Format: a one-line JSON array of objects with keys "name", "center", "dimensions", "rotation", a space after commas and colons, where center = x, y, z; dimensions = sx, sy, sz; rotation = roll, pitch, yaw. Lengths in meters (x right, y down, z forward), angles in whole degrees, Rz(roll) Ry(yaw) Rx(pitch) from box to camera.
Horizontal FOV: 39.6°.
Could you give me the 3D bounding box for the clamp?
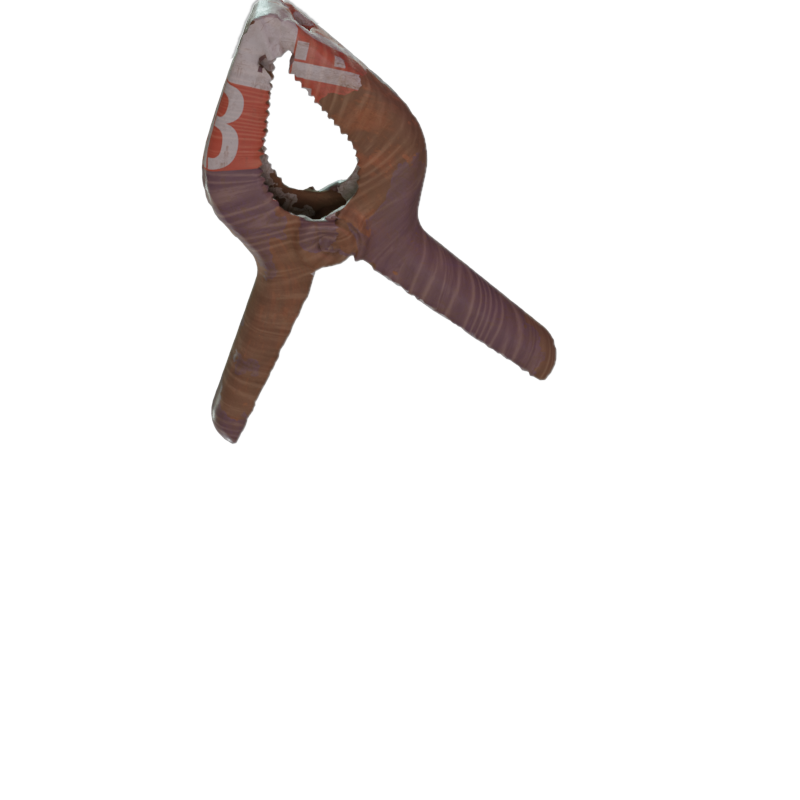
[{"name": "clamp", "center": [-0.038, -0.069, 0.484], "dimensions": [0.165, 0.196, 0.039], "rotation": [-18, 30, 11]}]
